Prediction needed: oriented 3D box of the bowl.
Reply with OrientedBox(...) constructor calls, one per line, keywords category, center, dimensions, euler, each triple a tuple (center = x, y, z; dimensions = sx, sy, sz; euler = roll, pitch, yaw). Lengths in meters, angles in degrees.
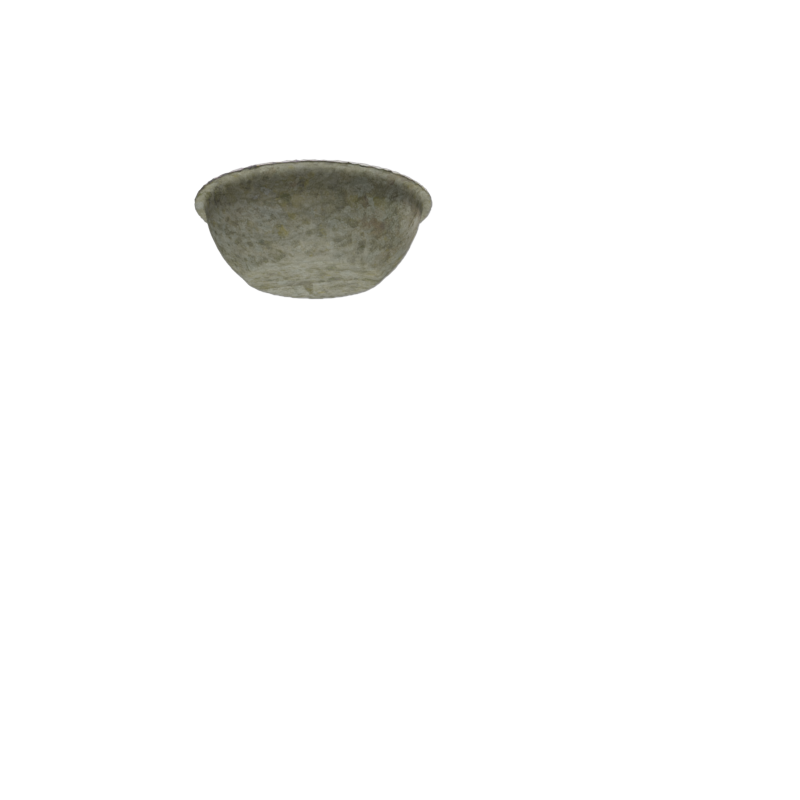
OrientedBox(category="bowl", center=(-0.058, -0.106, 0.746), dimensions=(0.162, 0.057, 0.156), euler=(0, -13, -2))
